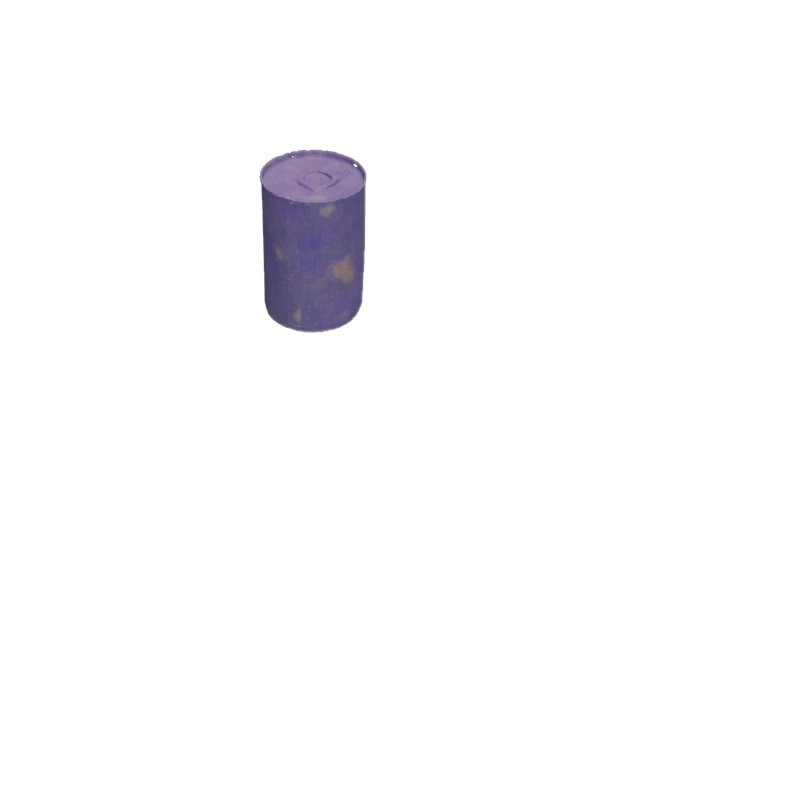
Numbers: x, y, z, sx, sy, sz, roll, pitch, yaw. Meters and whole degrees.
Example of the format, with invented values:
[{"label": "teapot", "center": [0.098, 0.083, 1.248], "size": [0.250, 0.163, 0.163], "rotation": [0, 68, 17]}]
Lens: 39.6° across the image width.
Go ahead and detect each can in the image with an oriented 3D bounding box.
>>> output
[{"label": "can", "center": [-0.057, -0.104, 0.729], "size": [0.068, 0.096, 0.073], "rotation": [0, 36, -3]}]
